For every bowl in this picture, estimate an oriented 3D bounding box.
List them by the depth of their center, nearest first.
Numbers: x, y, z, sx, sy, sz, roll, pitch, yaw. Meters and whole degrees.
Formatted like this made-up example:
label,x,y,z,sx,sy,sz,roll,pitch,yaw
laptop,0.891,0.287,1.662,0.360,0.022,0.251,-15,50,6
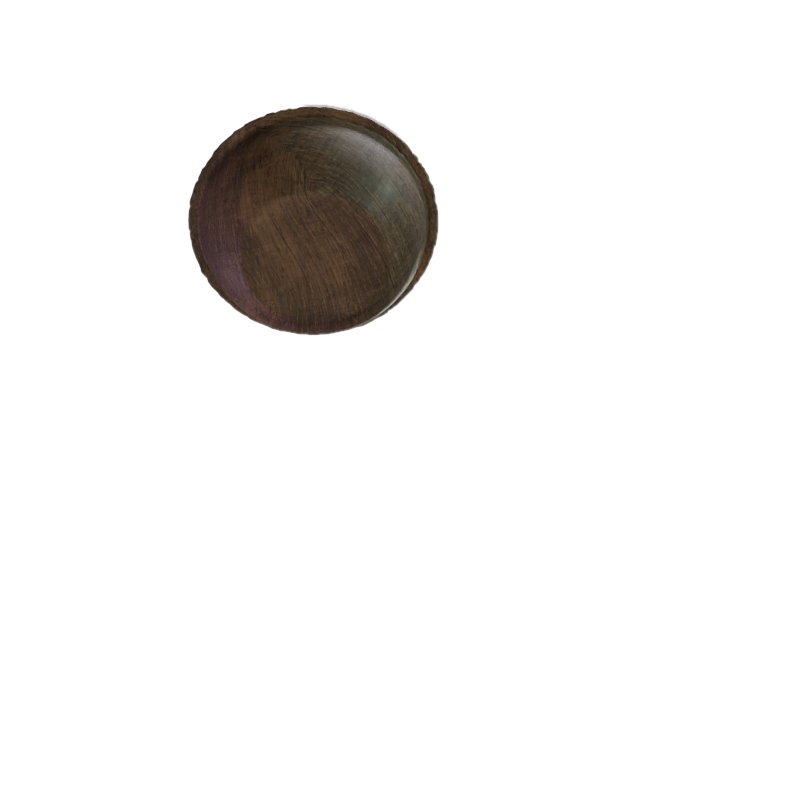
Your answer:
label,x,y,z,sx,sy,sz,roll,pitch,yaw
bowl,-0.054,-0.099,0.695,0.162,0.153,0.058,1,27,-1
